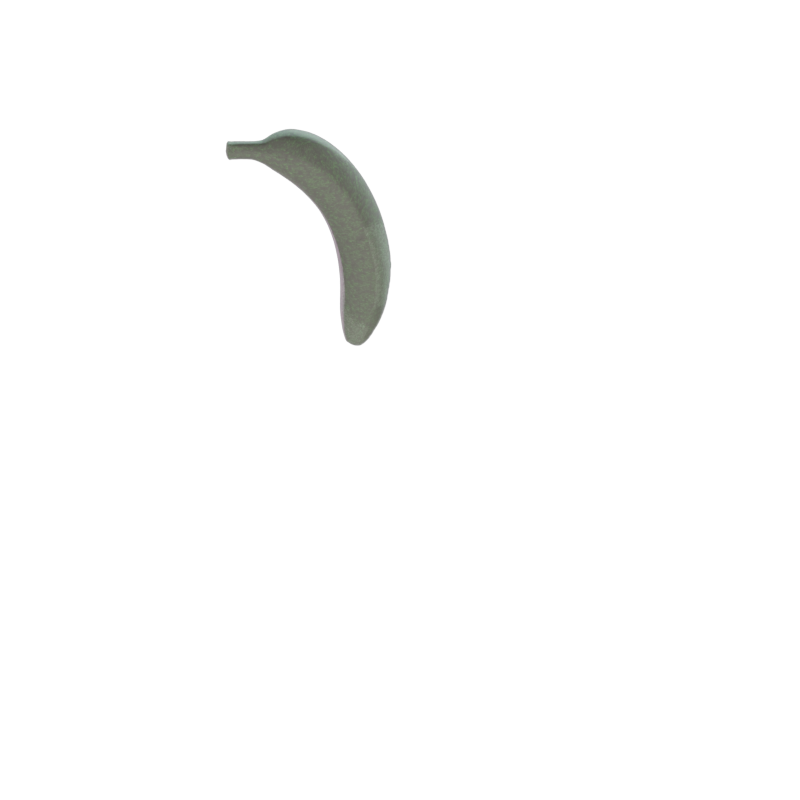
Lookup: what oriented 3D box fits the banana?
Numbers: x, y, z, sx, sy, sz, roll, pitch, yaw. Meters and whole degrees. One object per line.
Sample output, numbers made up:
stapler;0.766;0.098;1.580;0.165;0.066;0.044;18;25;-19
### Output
banana;-0.045;-0.119;0.769;0.070;0.183;0.039;-21;36;15
